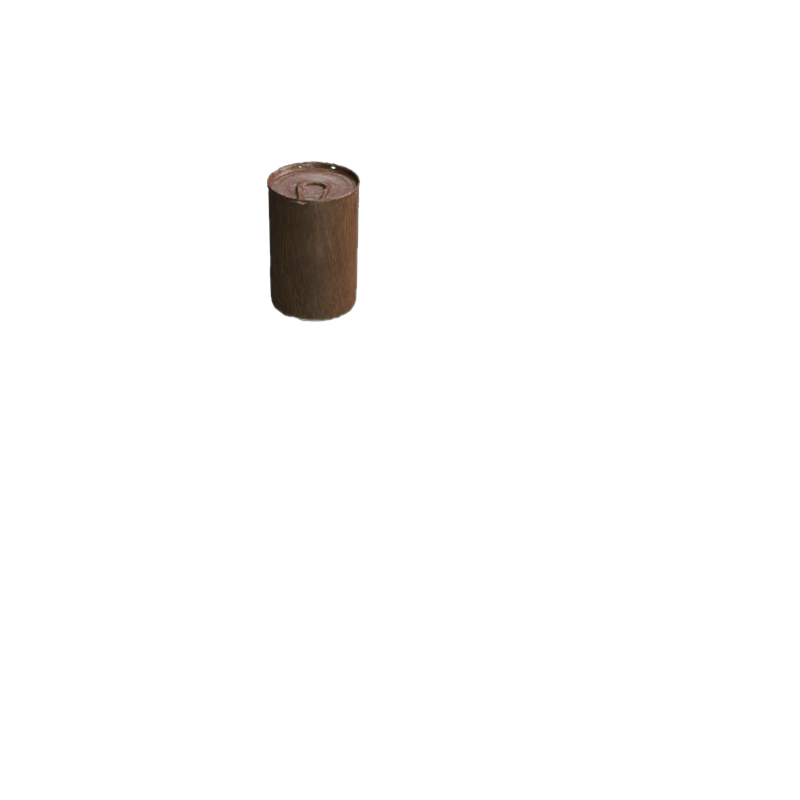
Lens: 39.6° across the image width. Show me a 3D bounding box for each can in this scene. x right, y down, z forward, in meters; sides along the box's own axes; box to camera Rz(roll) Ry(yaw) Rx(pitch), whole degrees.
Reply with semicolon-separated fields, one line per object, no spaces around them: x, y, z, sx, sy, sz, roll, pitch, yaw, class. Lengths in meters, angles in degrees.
-0.065;-0.118;0.829;0.068;0.096;0.073;0;31;-3;can
